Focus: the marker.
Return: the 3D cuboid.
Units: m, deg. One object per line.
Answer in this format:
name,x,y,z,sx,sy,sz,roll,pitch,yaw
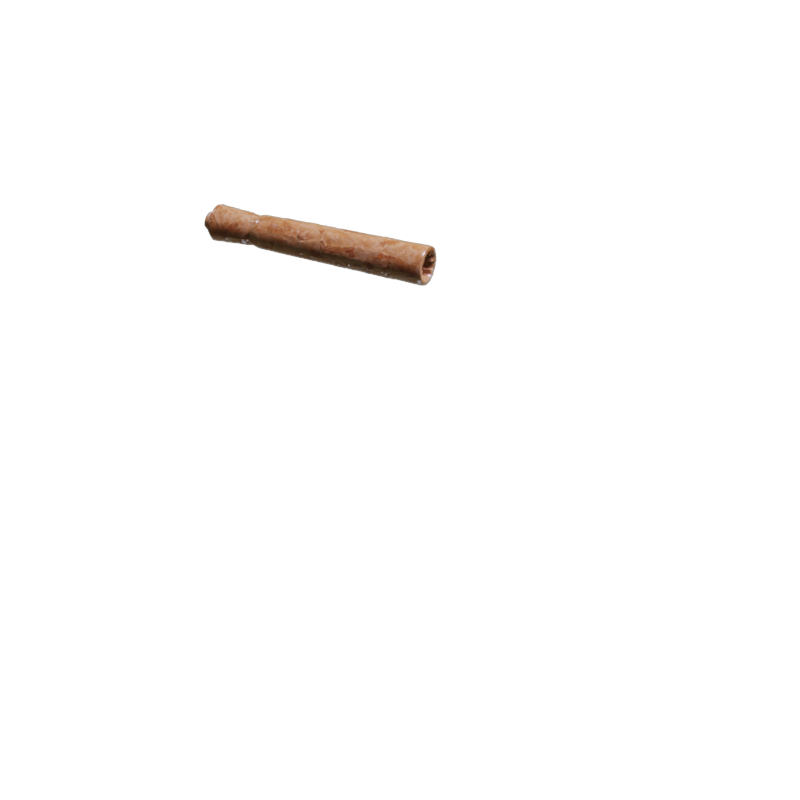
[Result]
marker,-0.042,-0.076,0.532,0.126,0.019,0.019,15,10,26
